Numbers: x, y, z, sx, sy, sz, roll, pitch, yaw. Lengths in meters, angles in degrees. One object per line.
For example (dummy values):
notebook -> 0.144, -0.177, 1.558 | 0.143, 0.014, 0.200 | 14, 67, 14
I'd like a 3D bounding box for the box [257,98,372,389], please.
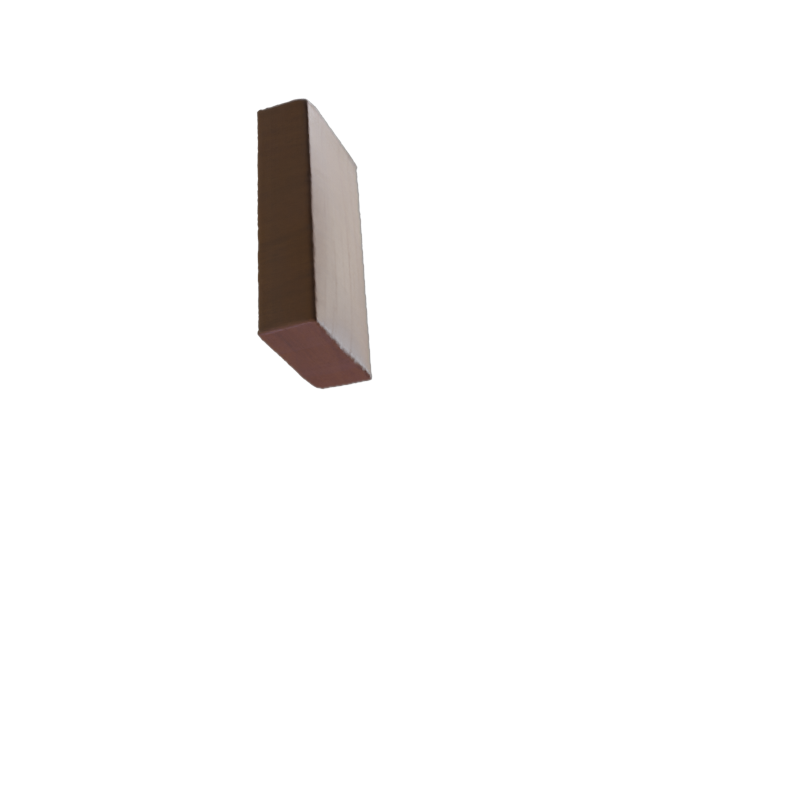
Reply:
box -> -0.058, -0.105, 0.738 | 0.049, 0.188, 0.086 | -13, -31, 18
